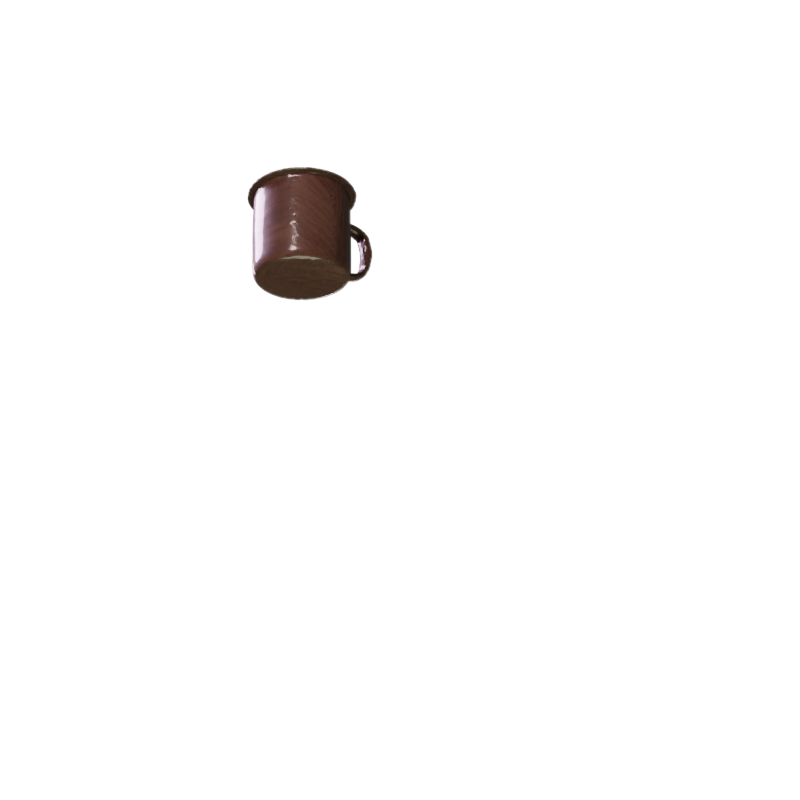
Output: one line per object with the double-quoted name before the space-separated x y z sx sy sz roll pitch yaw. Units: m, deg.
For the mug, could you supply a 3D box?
"mug" -0.073 -0.133 0.935 0.111 0.086 0.093 18 -32 -35
